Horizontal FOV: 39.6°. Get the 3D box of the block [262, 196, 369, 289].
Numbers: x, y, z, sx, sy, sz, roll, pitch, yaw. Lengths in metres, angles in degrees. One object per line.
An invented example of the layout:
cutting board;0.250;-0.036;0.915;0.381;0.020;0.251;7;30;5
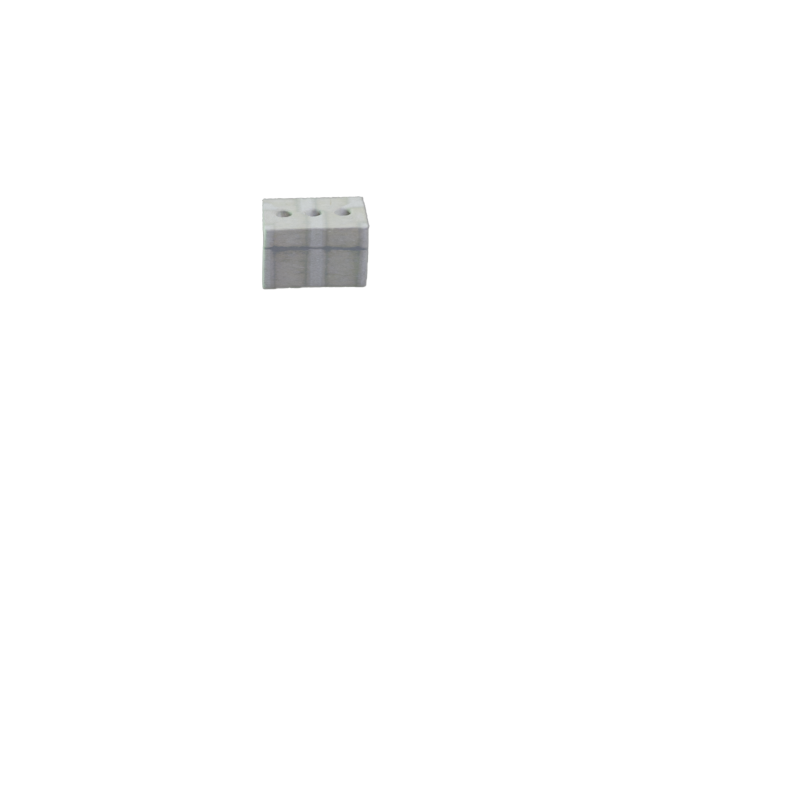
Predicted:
block;-0.064;-0.117;0.823;0.077;0.048;0.056;-2;33;-5
